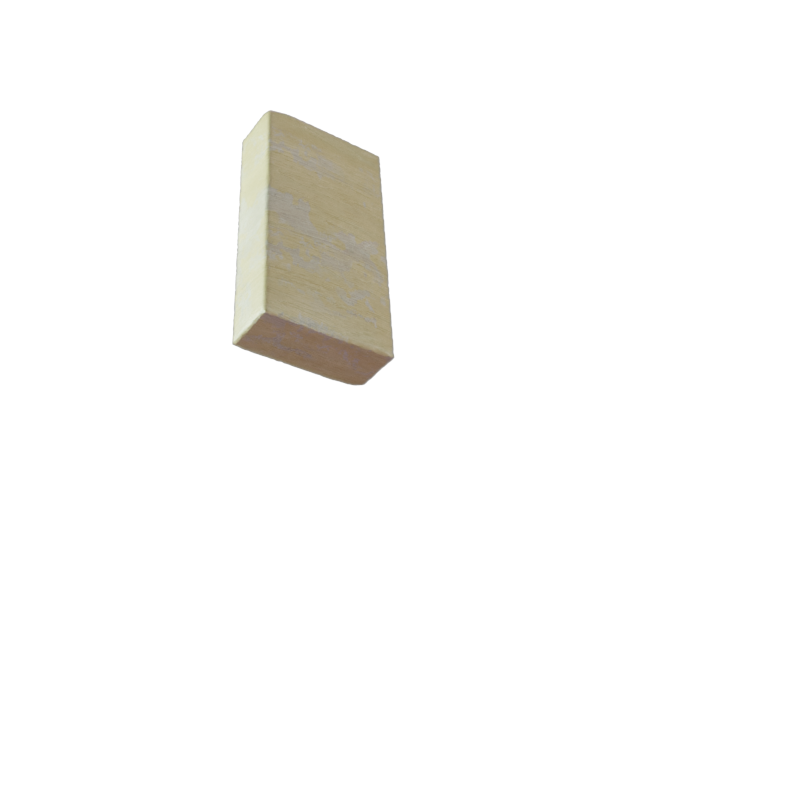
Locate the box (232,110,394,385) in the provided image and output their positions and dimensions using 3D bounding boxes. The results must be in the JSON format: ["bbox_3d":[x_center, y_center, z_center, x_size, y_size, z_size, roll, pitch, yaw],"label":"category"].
[{"bbox_3d":[-0.056,-0.102,0.710,0.089,0.189,0.047,19,-42,-27],"label":"box"}]
